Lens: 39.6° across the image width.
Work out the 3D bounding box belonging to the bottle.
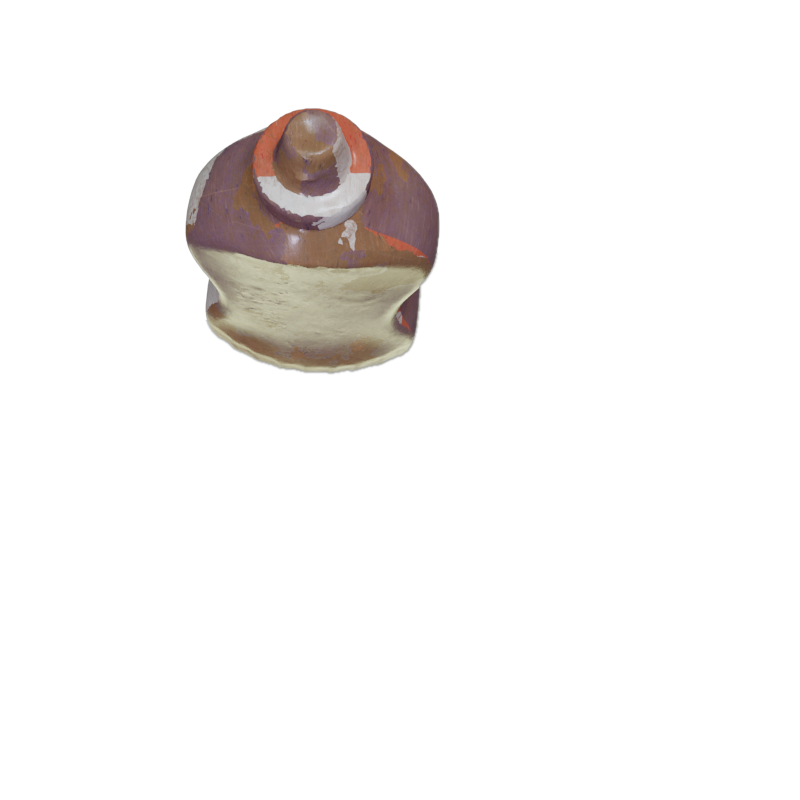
[{"bbox_3d":[-0.034,-0.062,0.438,0.096,0.061,0.184,8,-15,-1],"label":"bottle"}]
